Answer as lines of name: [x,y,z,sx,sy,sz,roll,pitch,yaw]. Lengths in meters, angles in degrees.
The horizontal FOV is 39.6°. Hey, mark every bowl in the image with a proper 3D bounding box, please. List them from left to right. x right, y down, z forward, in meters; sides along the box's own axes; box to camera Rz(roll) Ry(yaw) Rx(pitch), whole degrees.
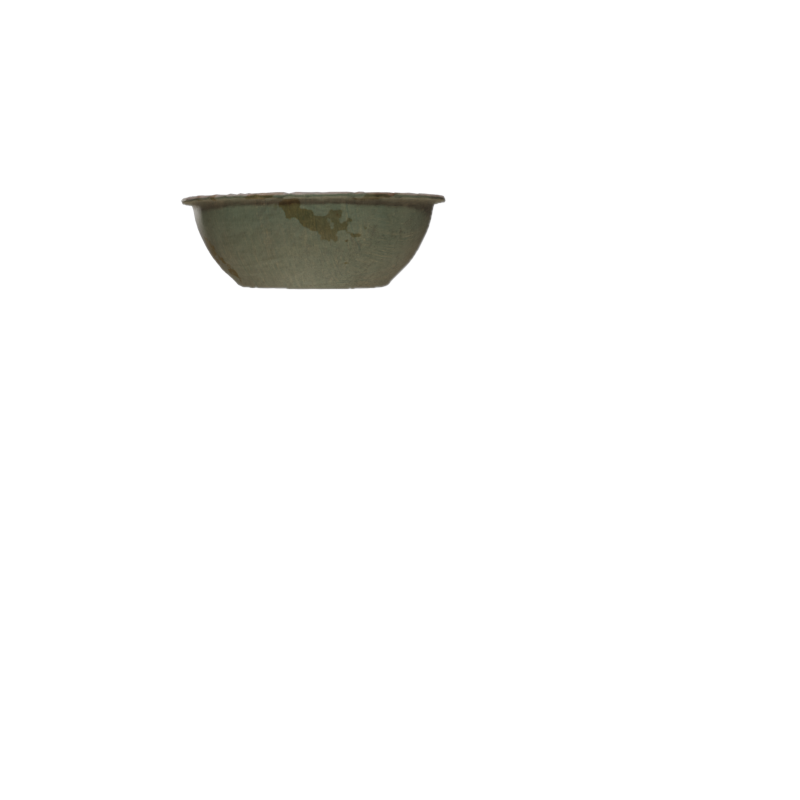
bowl: [-0.053,-0.097,0.678,0.162,0.055,0.164,0,7,-2]
